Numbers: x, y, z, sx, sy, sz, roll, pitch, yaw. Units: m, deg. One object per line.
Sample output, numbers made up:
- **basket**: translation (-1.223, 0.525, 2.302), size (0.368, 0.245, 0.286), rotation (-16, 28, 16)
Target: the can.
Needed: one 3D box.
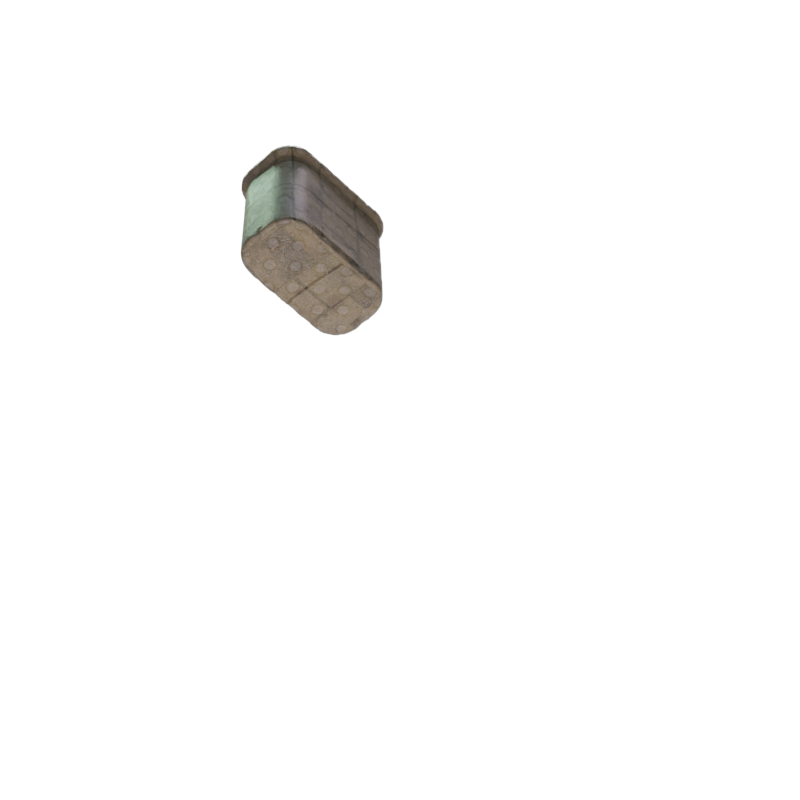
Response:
- **can**: translation (-0.056, -0.103, 0.721), size (0.057, 0.090, 0.096), rotation (-37, -59, 24)
